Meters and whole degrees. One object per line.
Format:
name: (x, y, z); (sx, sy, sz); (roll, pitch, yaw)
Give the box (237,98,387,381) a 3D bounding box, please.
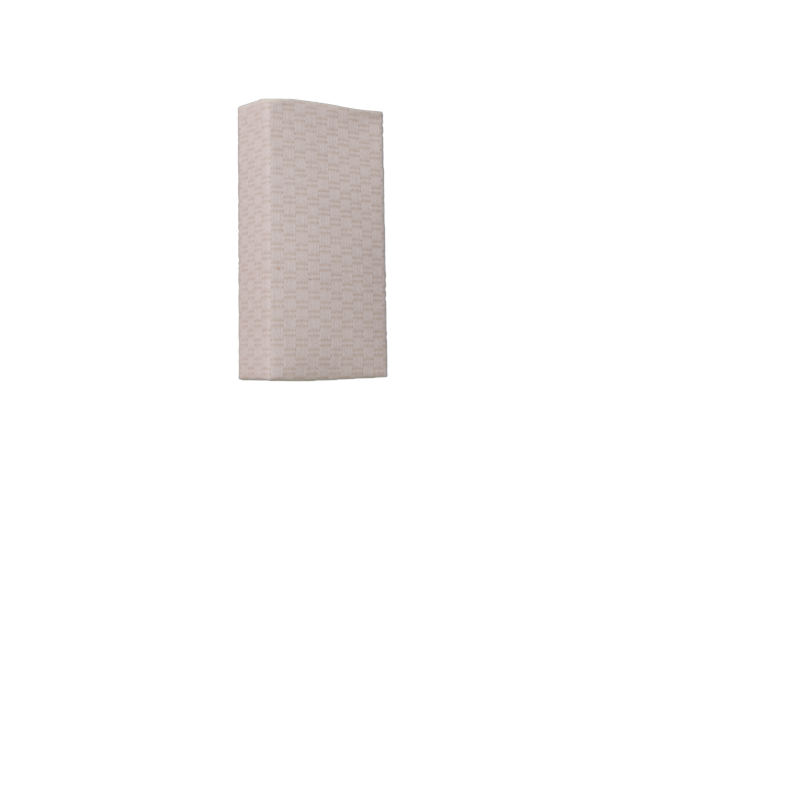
box: (-0.056, -0.102, 0.714); (0.090, 0.177, 0.049); (1, -3, -35)
